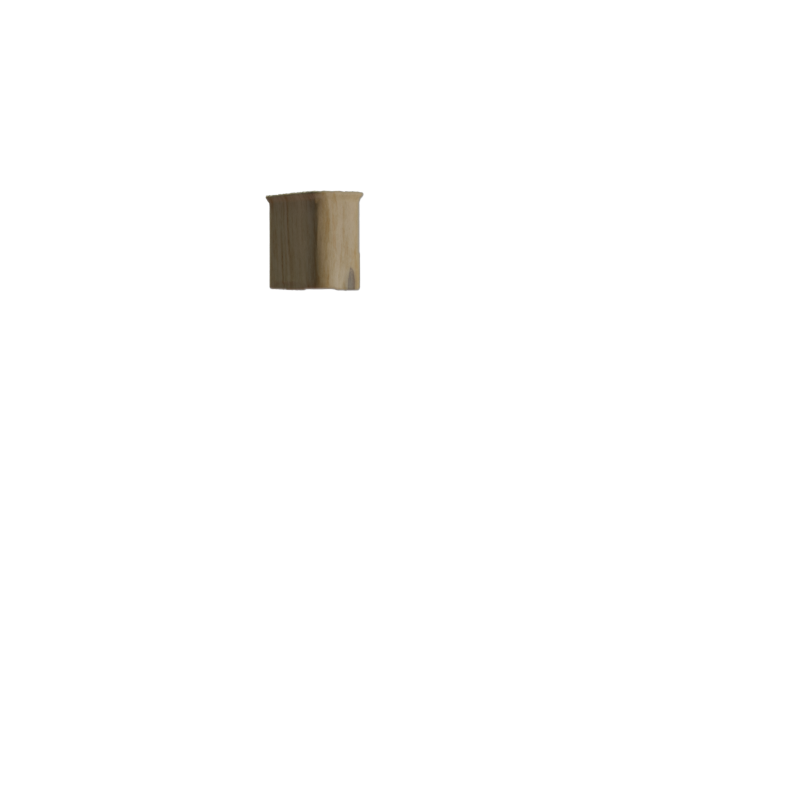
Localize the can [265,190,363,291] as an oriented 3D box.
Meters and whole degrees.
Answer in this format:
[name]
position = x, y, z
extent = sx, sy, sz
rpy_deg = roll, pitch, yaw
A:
[can]
position = -0.075, -0.138, 0.965
extent = 0.055, 0.084, 0.106
rpy_deg = -1, 4, -32
